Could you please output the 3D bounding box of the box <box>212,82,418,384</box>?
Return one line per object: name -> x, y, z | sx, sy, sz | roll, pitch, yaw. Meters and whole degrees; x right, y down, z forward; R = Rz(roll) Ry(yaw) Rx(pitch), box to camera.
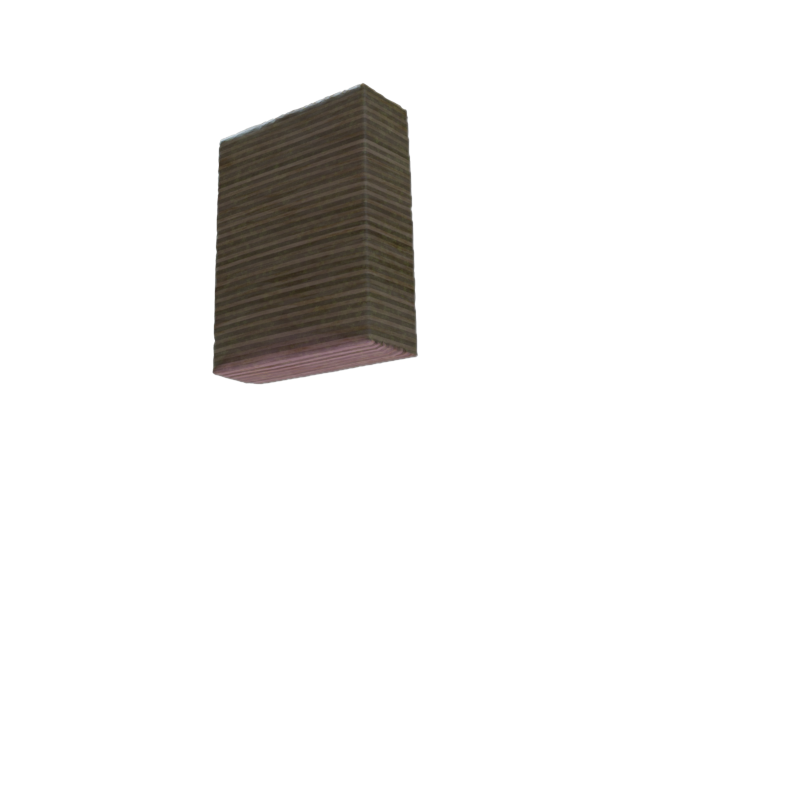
box -> -0.071, -0.130, 0.910 | 0.167, 0.224, 0.067 | -14, -22, 35
